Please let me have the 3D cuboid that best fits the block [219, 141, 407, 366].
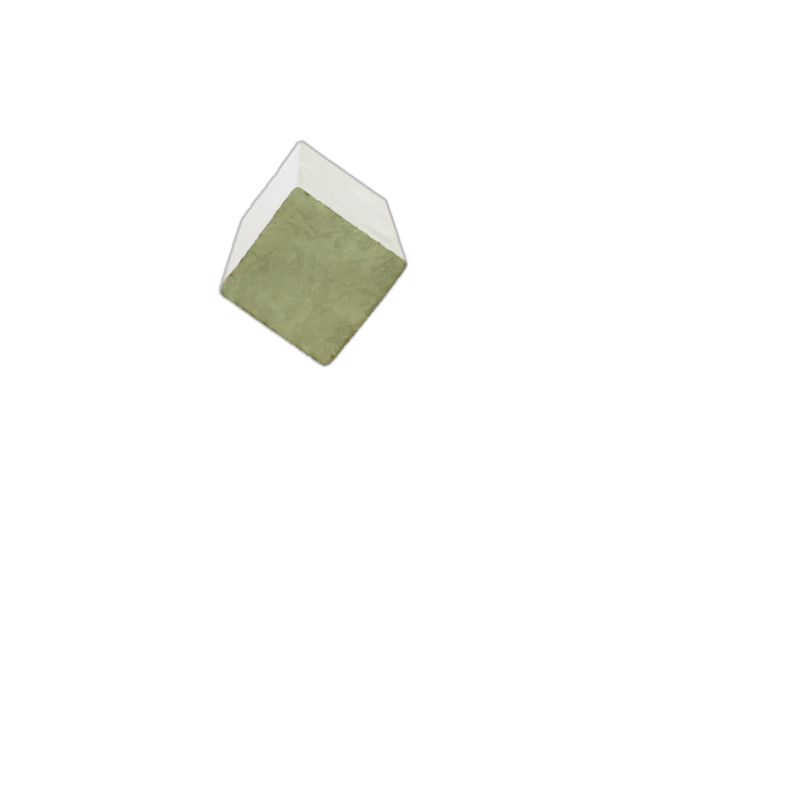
[{"bbox_3d":[-0.063,-0.114,0.807,0.088,0.089,0.215,35,14,-15],"label":"block"}]
